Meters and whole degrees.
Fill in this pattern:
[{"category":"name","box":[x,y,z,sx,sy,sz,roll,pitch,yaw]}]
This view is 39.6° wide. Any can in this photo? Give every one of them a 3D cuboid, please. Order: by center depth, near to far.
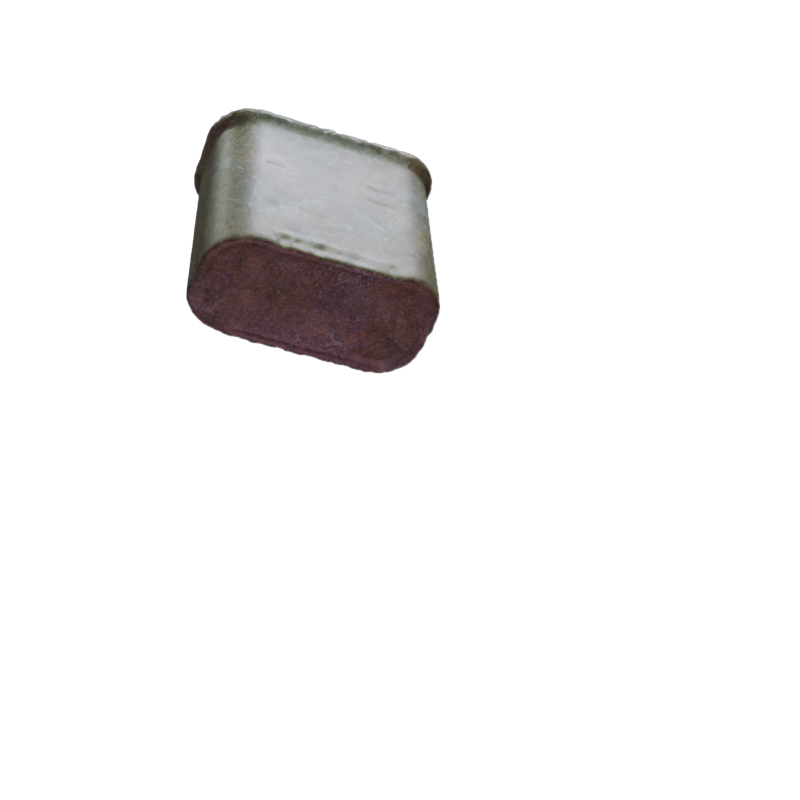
[{"category":"can","box":[-0.036,-0.065,0.456,0.099,0.055,0.090,14,41,-15]}]
